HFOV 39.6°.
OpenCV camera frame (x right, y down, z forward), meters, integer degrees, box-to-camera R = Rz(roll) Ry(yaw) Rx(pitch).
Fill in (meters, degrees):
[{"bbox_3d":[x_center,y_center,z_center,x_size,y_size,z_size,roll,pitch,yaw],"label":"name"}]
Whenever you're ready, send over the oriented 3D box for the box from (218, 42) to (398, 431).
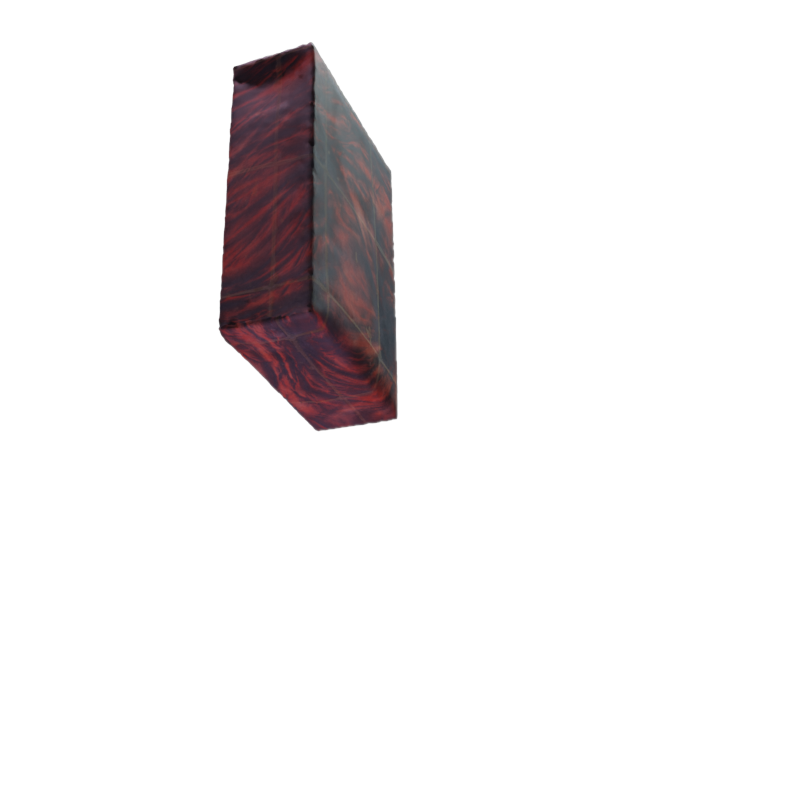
[{"bbox_3d":[-0.060,-0.109,0.767,0.073,0.228,0.152,-12,-31,16],"label":"box"}]
